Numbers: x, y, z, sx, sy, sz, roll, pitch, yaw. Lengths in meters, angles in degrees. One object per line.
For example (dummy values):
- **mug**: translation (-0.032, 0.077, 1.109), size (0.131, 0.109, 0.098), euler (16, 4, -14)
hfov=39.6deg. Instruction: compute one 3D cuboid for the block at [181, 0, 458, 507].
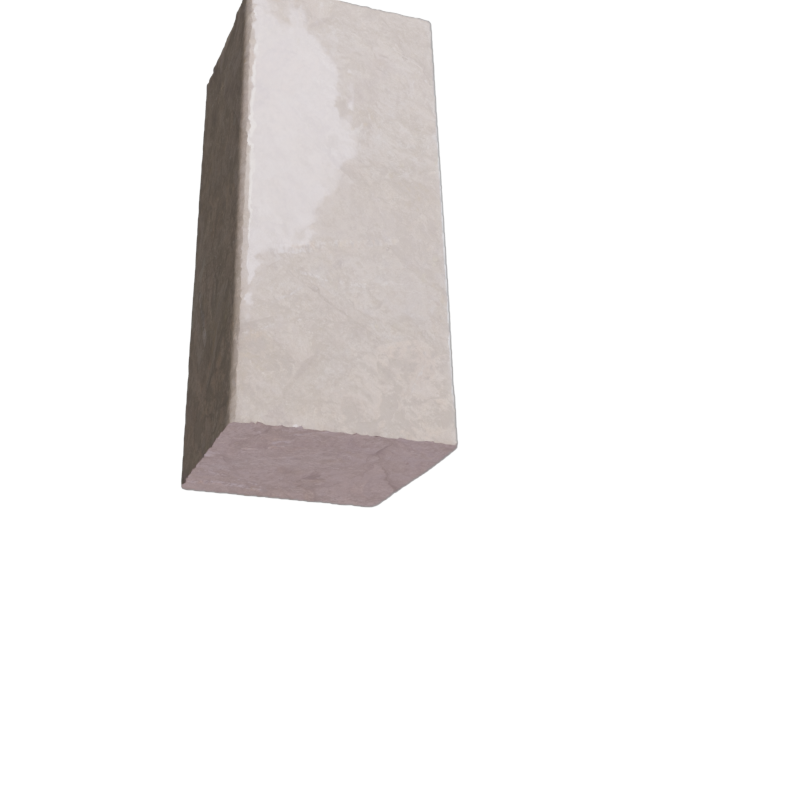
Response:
- **block**: translation (-0.038, -0.069, 0.489), size (0.088, 0.219, 0.087), euler (8, -28, -19)
